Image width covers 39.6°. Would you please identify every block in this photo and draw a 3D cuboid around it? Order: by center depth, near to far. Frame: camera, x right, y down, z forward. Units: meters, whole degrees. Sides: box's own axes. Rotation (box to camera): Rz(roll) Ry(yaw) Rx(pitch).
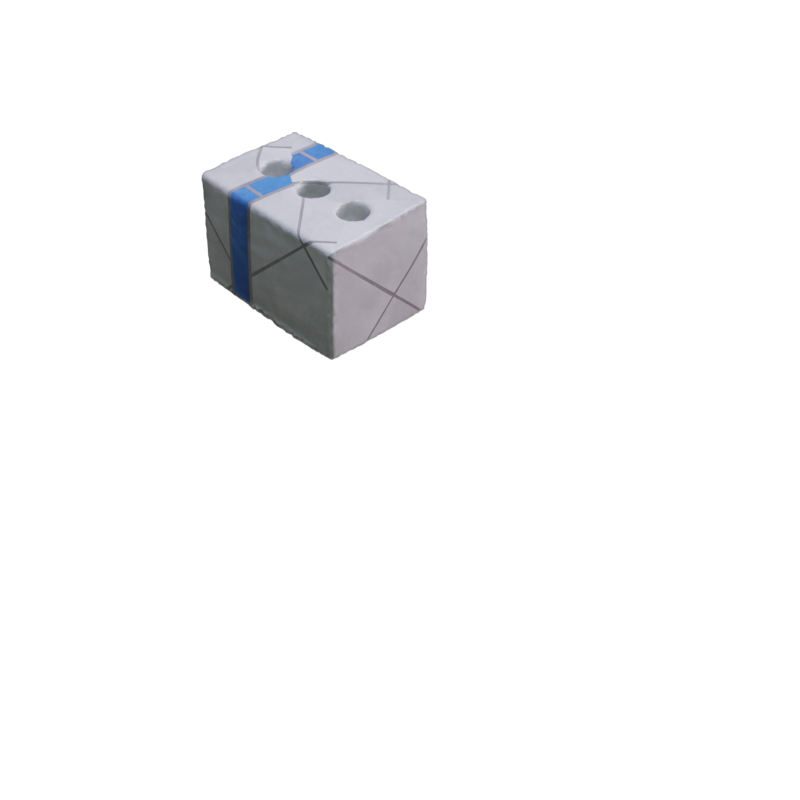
[{"bbox_3d":[-0.034,-0.063,0.439,0.053,0.048,0.083,-30,48,-34],"label":"block"}]
